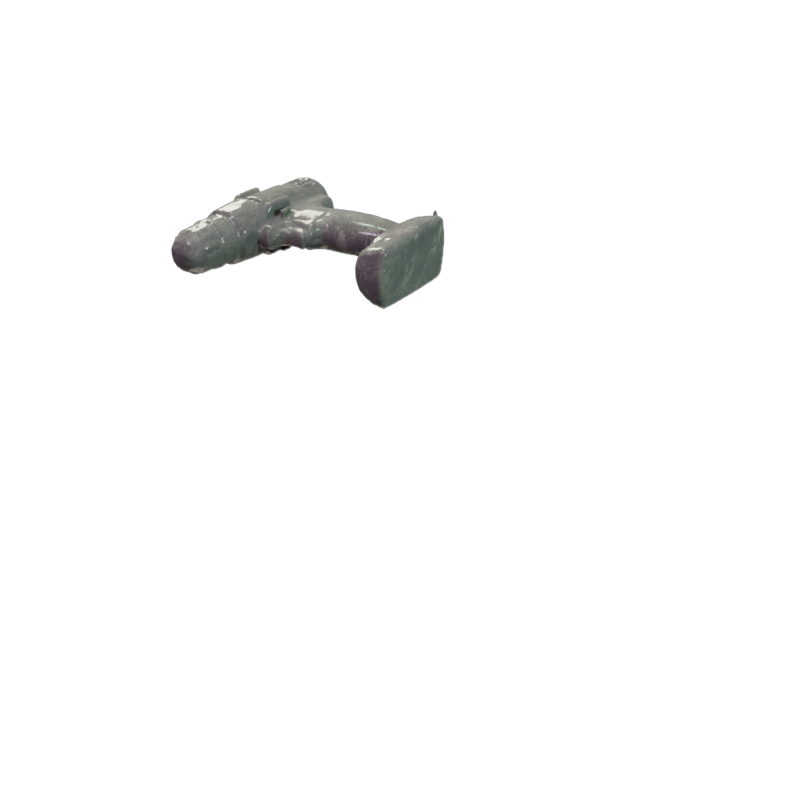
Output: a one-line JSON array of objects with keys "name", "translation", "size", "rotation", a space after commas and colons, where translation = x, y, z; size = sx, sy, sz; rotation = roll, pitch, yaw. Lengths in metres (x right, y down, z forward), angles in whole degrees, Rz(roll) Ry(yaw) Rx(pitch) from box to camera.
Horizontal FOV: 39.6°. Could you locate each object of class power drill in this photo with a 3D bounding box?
[{"name": "power drill", "translation": [-0.073, -0.133, 0.930], "size": [0.198, 0.054, 0.185], "rotation": [20, 35, 30]}]
